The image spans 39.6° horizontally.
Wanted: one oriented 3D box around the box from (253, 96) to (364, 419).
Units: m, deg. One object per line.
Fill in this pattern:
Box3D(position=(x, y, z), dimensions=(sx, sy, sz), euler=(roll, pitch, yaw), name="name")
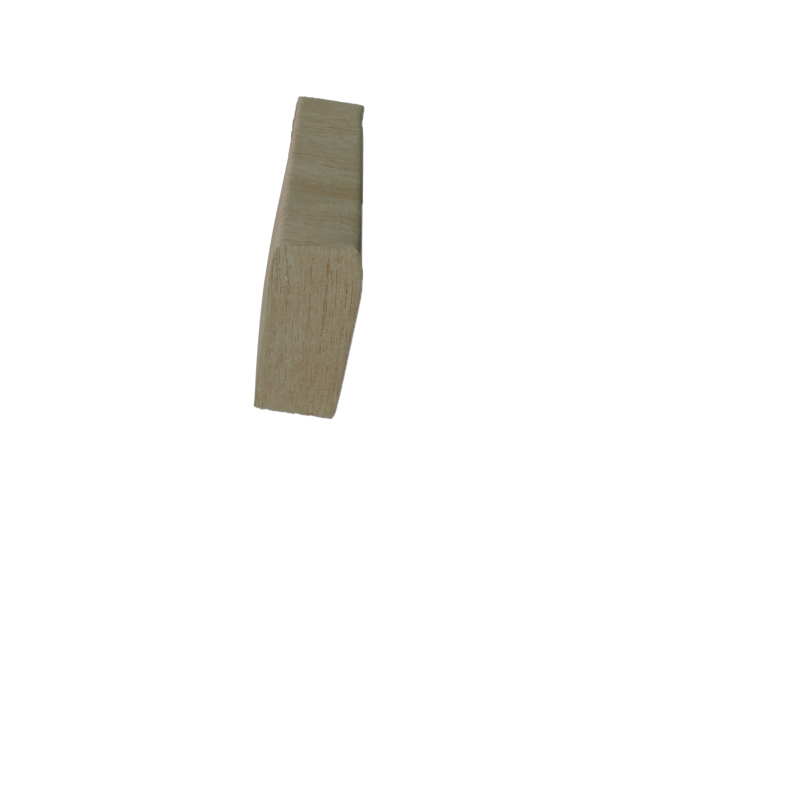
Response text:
Box3D(position=(-0.046, -0.083, 0.580), dimensions=(0.047, 0.088, 0.188), euler=(7, 34, -9), name="box")
